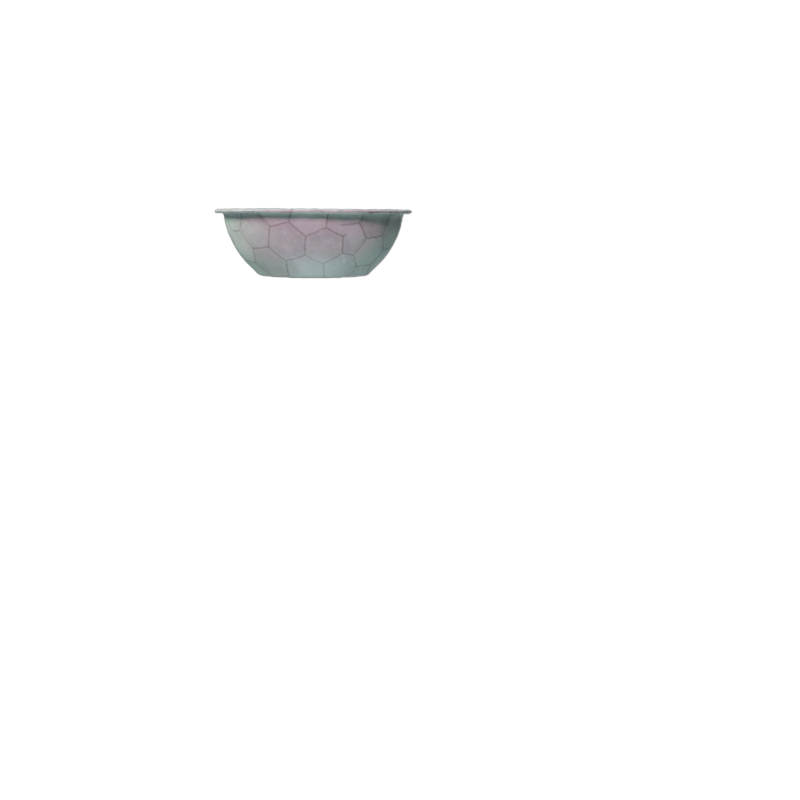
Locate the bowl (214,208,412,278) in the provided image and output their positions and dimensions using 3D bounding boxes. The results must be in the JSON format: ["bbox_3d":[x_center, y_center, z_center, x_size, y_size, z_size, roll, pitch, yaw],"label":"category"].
[{"bbox_3d":[-0.071,-0.130,0.911,0.162,0.054,0.165,0,9,-2],"label":"bowl"}]
